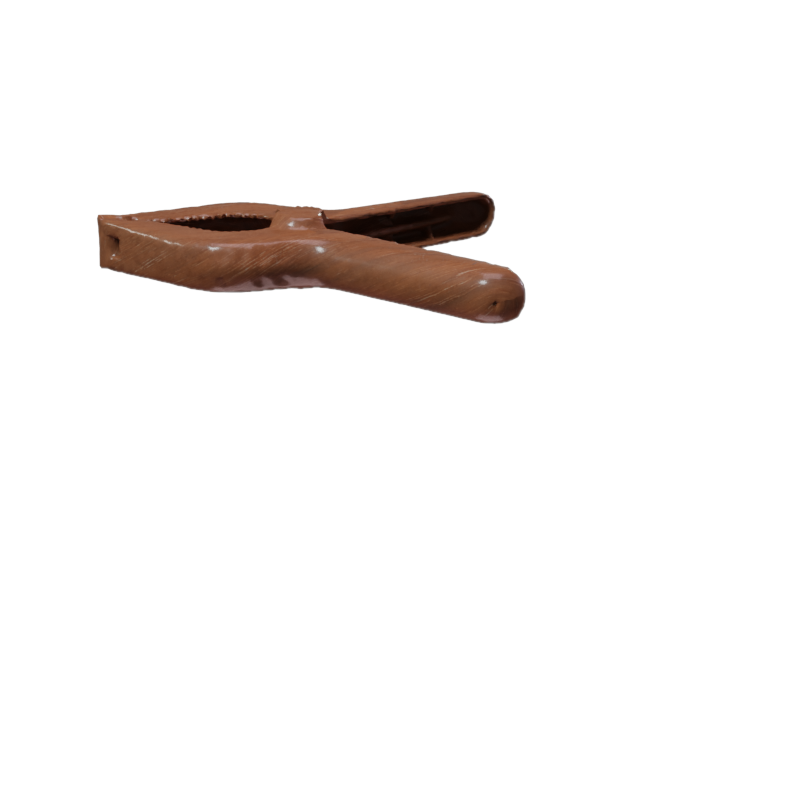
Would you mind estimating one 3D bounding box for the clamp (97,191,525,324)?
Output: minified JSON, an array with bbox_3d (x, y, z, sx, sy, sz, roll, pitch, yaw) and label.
[{"bbox_3d":[-0.043,-0.079,0.554,0.213,0.035,0.169,4,22,9],"label":"clamp"}]
